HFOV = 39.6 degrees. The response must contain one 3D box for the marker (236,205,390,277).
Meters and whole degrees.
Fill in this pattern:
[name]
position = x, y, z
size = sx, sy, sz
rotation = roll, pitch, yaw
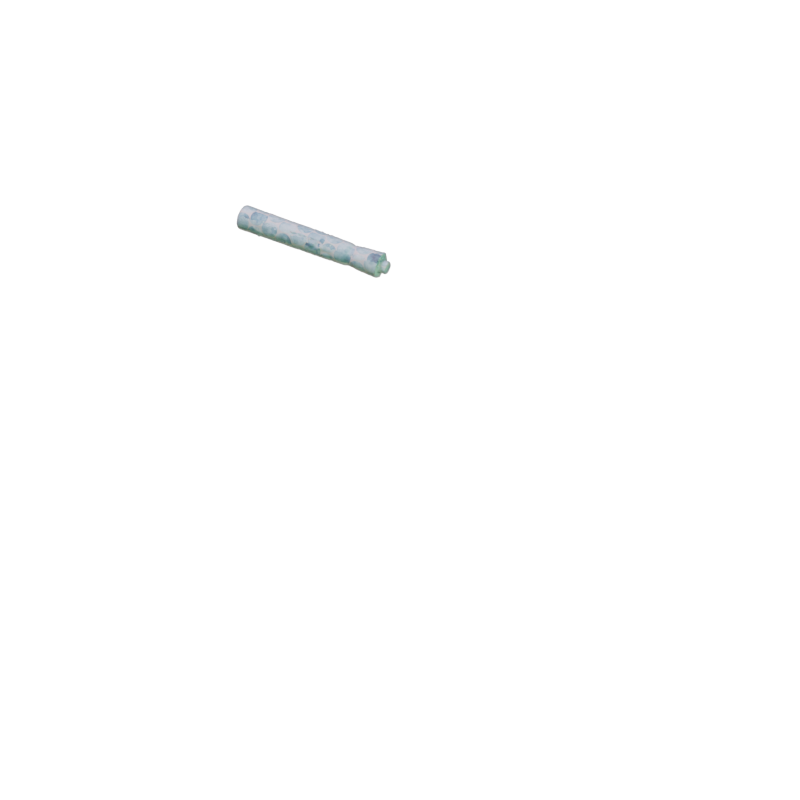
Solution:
[marker]
position = -0.063, -0.115, 0.803
size = 0.126, 0.019, 0.019
rotation = 22, 12, 22
